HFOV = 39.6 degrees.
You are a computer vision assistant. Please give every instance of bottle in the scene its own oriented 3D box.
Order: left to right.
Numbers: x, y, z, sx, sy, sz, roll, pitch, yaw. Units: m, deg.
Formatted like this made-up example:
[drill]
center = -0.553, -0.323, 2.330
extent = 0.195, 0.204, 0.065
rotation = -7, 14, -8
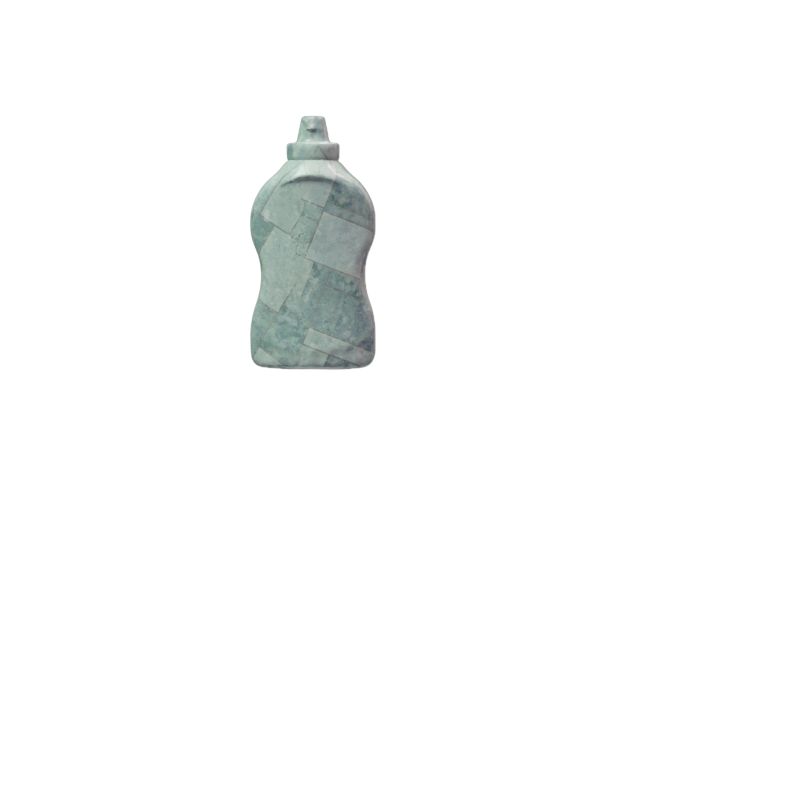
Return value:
[bottle]
center = -0.067, -0.122, 0.852
extent = 0.097, 0.190, 0.058
rotation = 0, 3, 4
